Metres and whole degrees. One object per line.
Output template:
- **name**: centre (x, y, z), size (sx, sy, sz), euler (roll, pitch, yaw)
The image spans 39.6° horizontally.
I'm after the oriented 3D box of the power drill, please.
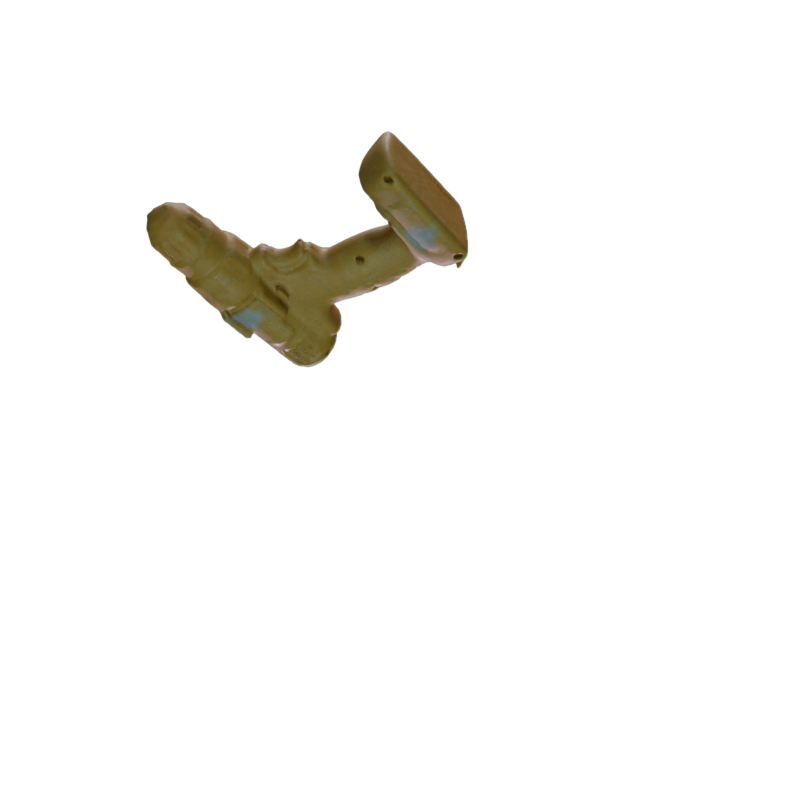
- **power drill**: centre (-0.062, -0.113, 0.791), size (0.188, 0.062, 0.172), euler (-27, -47, 27)
